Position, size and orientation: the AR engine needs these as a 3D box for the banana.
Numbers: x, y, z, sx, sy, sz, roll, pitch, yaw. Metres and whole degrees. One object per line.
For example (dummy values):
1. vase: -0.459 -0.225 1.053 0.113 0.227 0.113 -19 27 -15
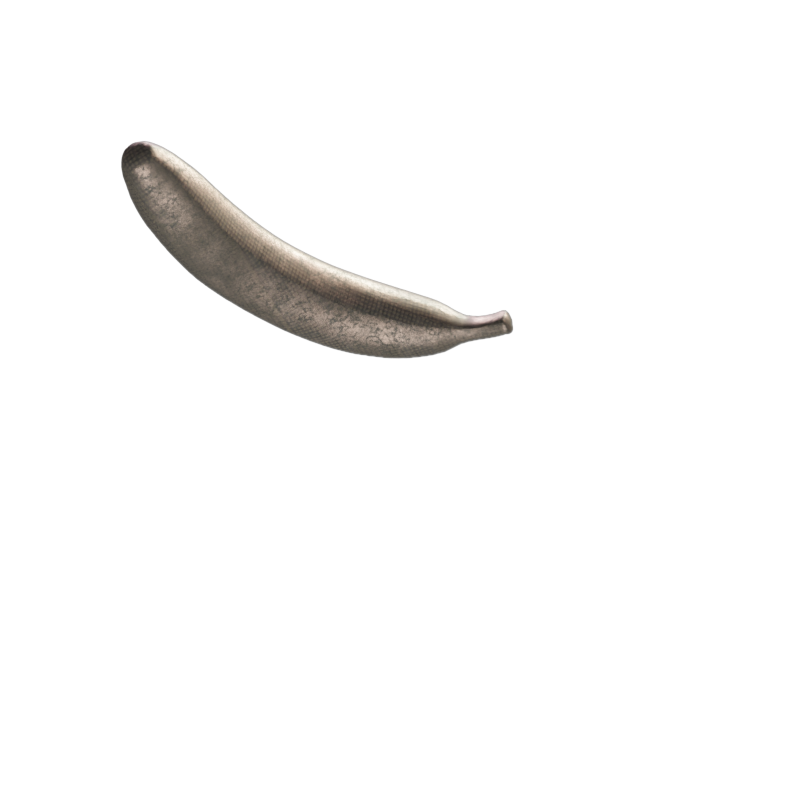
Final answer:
1. banana: -0.046 -0.060 0.506 0.189 0.039 0.068 21 -45 -24
